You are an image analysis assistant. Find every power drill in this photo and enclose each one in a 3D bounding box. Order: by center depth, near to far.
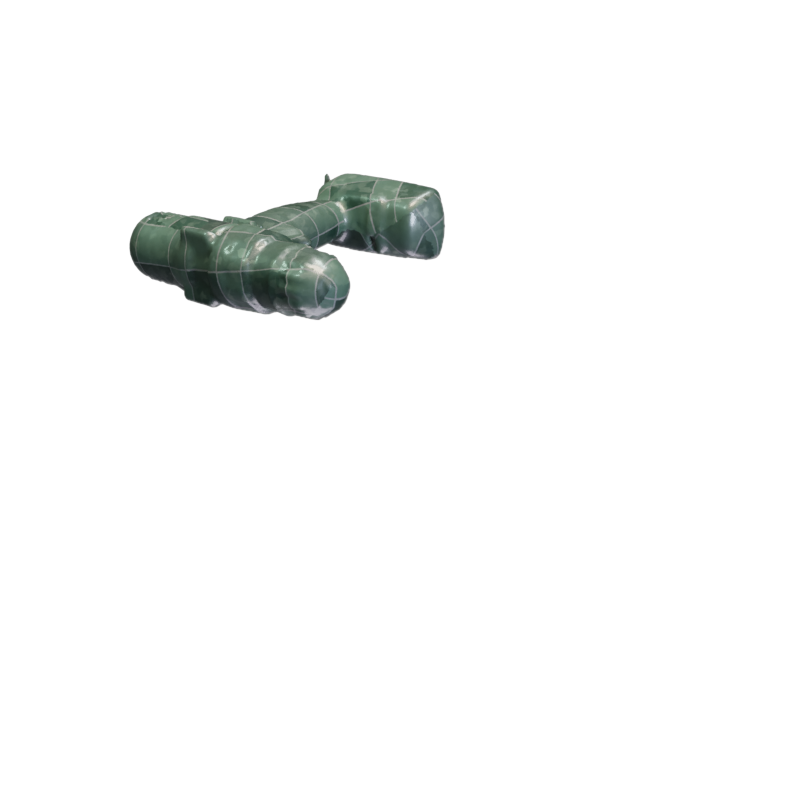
[{"bbox_3d":[-0.057,-0.104,0.731,0.195,0.055,0.184,19,28,40],"label":"power drill"}]
